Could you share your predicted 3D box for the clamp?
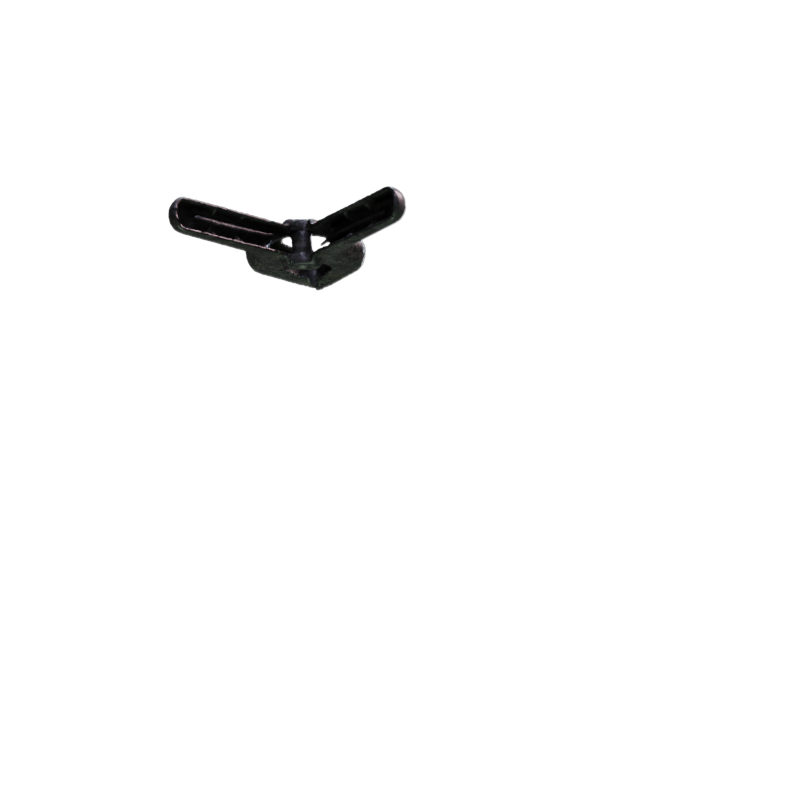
[{"bbox_3d":[-0.066,-0.121,0.846,0.167,0.037,0.201,-2,-8,10],"label":"clamp"}]
